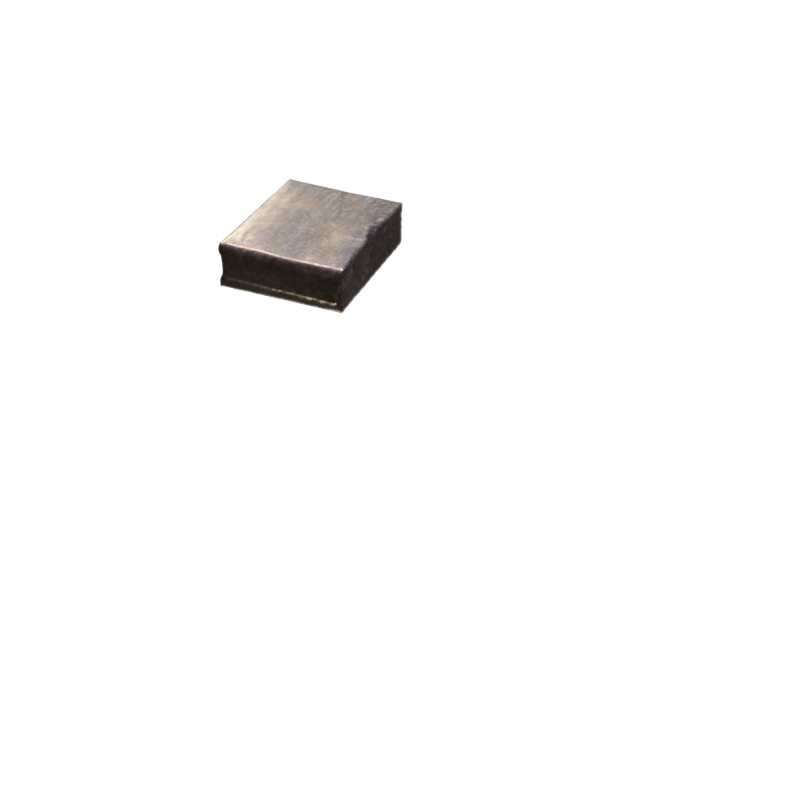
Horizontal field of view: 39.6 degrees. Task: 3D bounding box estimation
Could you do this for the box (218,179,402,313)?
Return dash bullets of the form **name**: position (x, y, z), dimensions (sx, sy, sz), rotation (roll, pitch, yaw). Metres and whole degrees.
- **box**: position (-0.048, -0.088, 0.613), dimensions (0.076, 0.028, 0.092), rotation (14, 36, 19)
